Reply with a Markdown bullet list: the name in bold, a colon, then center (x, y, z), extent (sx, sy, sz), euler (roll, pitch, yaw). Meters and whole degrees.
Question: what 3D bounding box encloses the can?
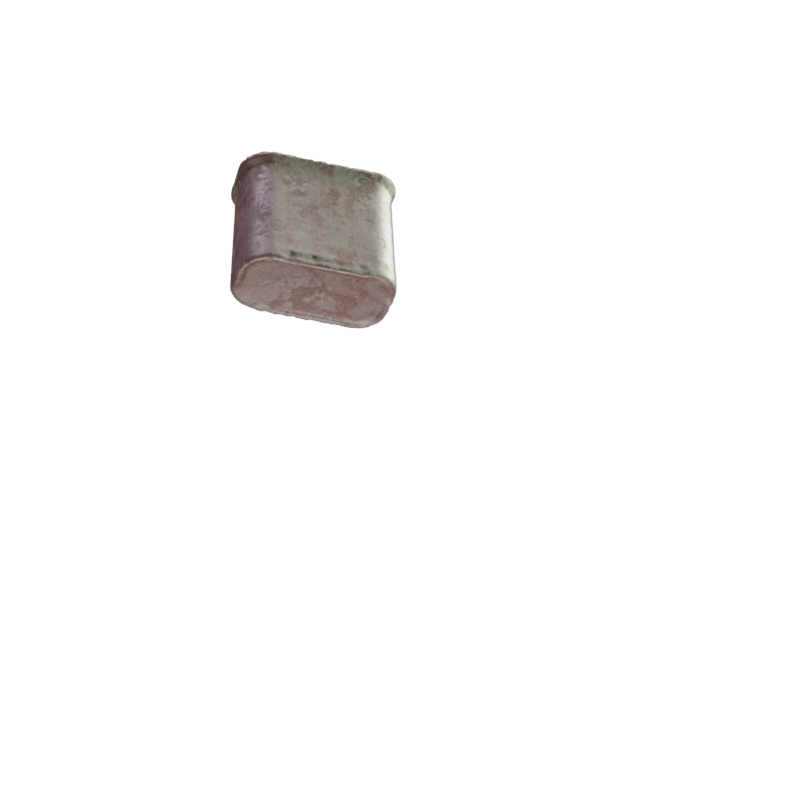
- **can**: center (-0.053, -0.097, 0.677), extent (0.100, 0.090, 0.055), euler (9, -39, -14)
